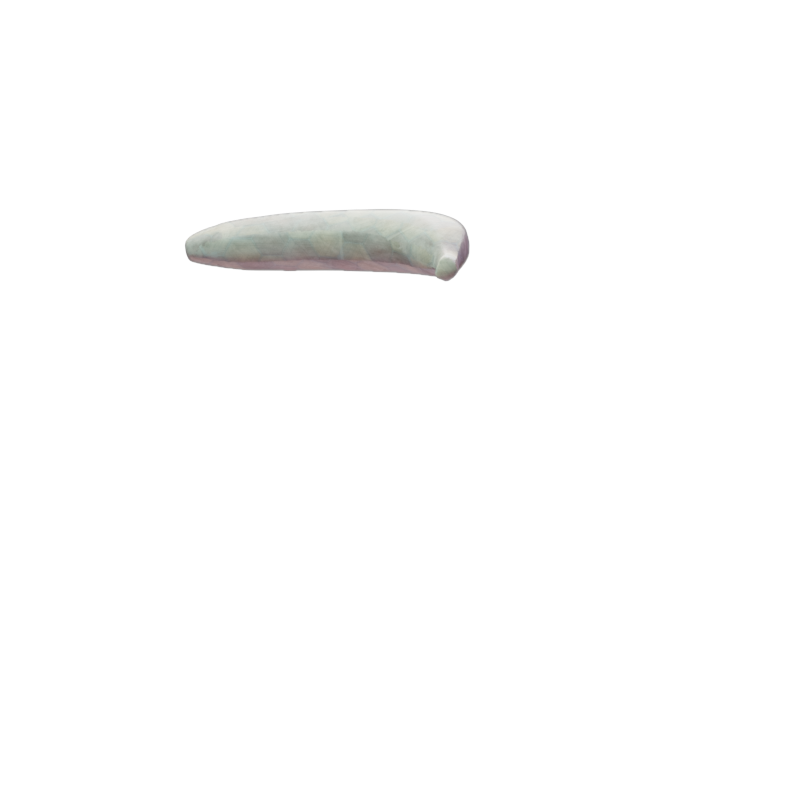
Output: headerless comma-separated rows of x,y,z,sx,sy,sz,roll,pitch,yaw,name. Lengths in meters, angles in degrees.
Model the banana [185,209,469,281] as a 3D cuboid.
-0.034,-0.090,0.631,0.206,0.036,0.067,7,10,39,banana
